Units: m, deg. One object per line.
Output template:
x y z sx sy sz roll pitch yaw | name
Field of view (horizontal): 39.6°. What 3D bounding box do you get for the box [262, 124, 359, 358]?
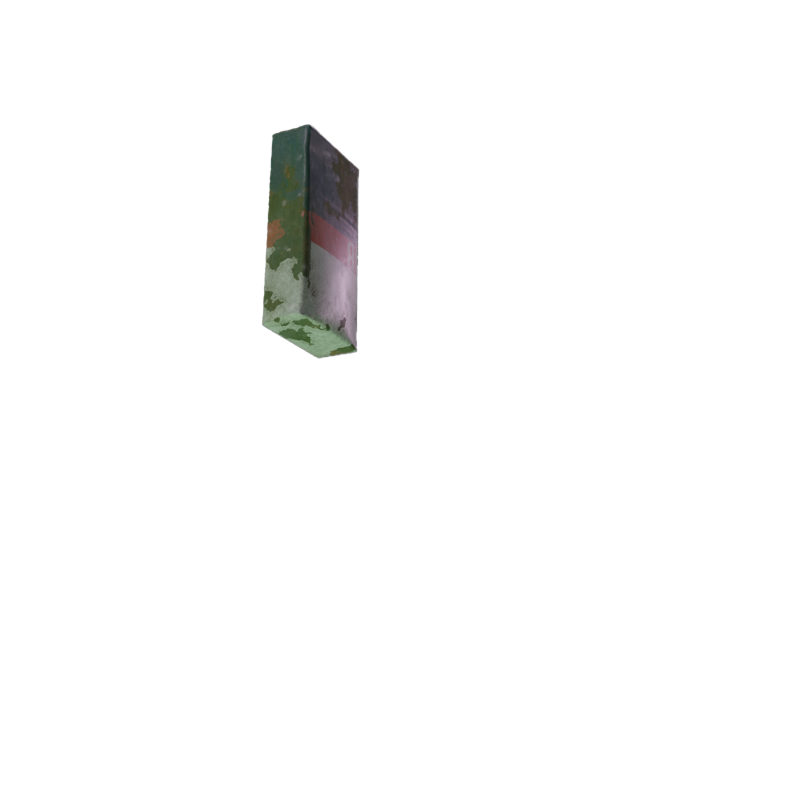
-0.074 -0.134 0.939 0.049 0.186 0.087 -14 -27 25 | box
